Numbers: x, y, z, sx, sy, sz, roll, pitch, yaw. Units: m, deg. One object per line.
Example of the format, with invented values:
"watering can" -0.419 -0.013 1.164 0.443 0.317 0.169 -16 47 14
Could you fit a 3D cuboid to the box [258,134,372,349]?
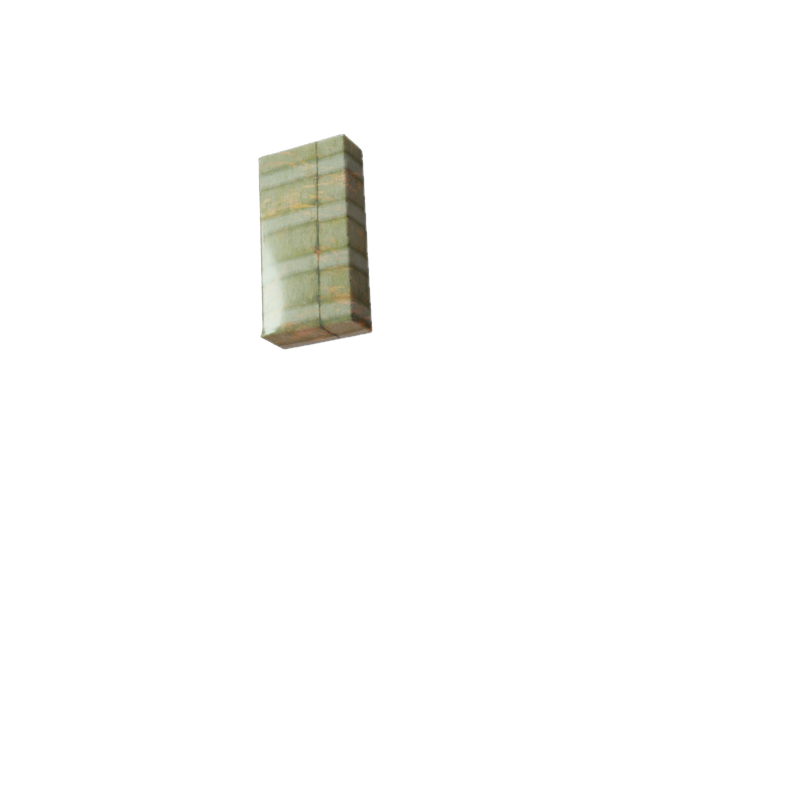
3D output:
"box" -0.077 -0.140 0.984 0.095 0.185 0.045 -12 -24 25
